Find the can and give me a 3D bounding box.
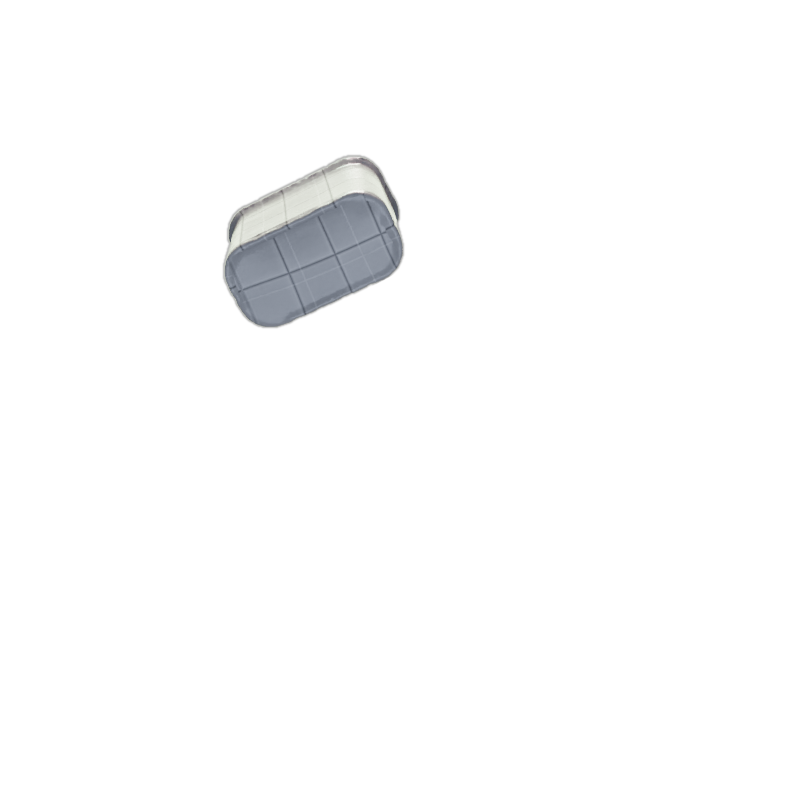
[{"bbox_3d":[-0.049,-0.090,0.631,0.102,0.055,0.087,-25,20,6],"label":"can"}]
